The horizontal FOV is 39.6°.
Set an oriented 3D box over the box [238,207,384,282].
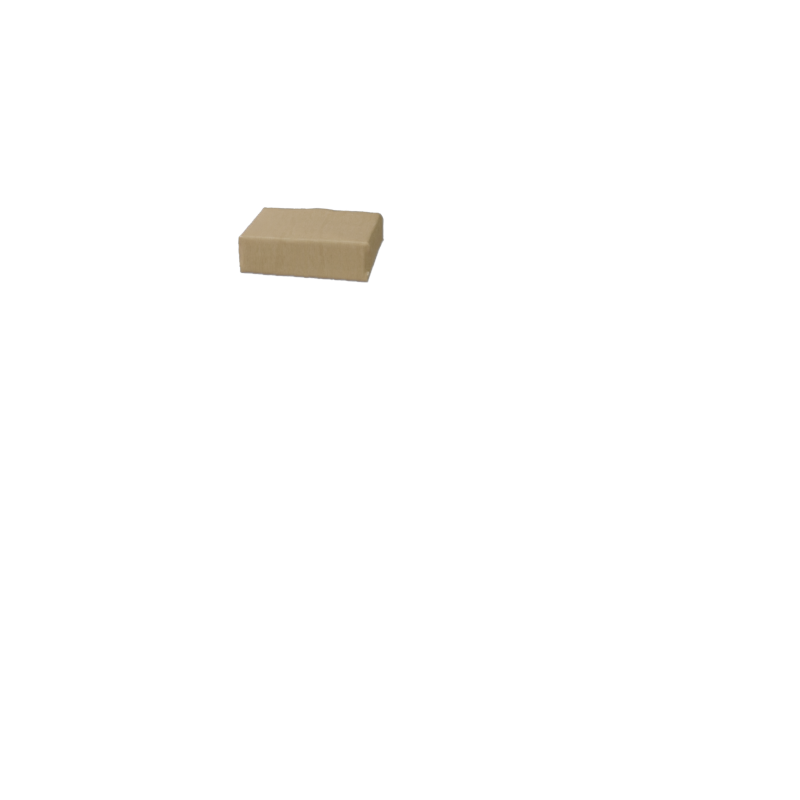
[{"bbox_3d":[-0.059,-0.108,0.759,0.090,0.029,0.076,4,24,8],"label":"box"}]
